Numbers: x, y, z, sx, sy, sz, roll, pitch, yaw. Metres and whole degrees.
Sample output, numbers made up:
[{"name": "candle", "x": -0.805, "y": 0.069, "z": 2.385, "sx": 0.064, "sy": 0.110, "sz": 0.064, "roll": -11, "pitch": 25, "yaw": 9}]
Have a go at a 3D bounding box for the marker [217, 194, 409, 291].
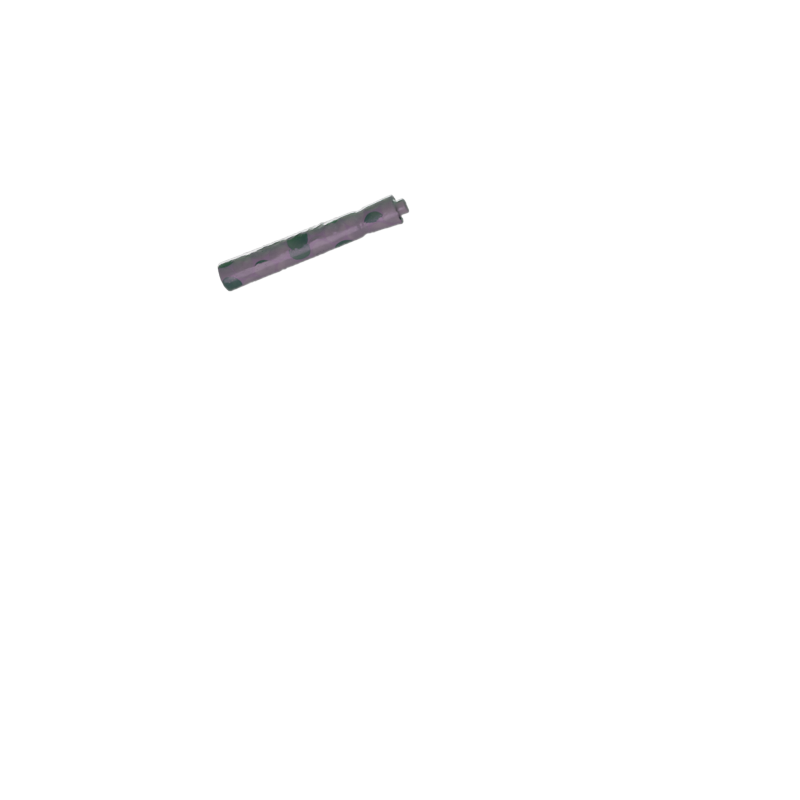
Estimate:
[{"name": "marker", "x": -0.052, "y": -0.095, "z": 0.668, "sx": 0.121, "sy": 0.020, "sz": 0.020, "roll": -20, "pitch": 0, "yaw": 12}]
